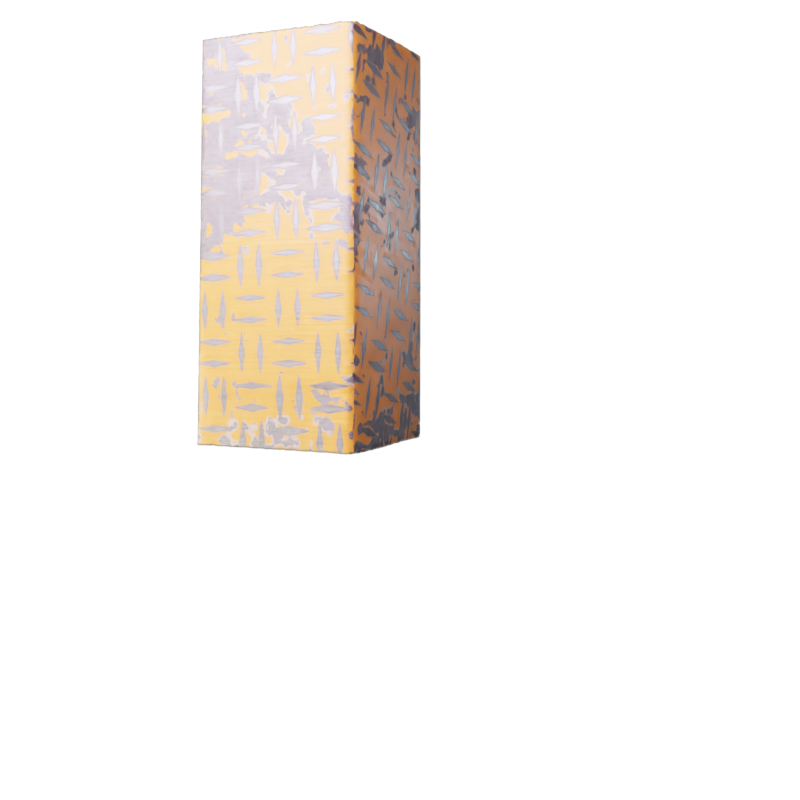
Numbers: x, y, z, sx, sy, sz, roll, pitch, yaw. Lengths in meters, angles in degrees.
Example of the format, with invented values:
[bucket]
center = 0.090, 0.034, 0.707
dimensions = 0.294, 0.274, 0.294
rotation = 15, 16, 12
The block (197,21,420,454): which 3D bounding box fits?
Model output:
[block]
center = -0.045, -0.083, 0.580
dimensions = 0.093, 0.208, 0.087
rotation = -1, -3, 25
